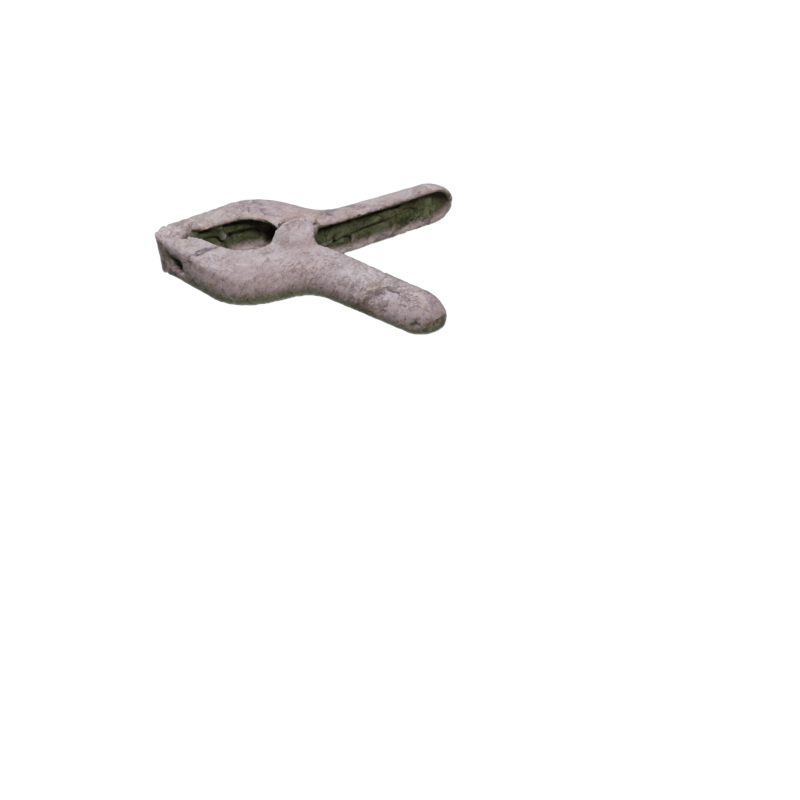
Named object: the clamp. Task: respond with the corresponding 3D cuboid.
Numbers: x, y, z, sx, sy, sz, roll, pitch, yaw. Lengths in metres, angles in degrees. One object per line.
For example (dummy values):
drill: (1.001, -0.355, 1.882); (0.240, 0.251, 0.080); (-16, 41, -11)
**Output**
clamp: (-0.049, -0.090, 0.630); (0.175, 0.037, 0.126); (9, 37, 12)
